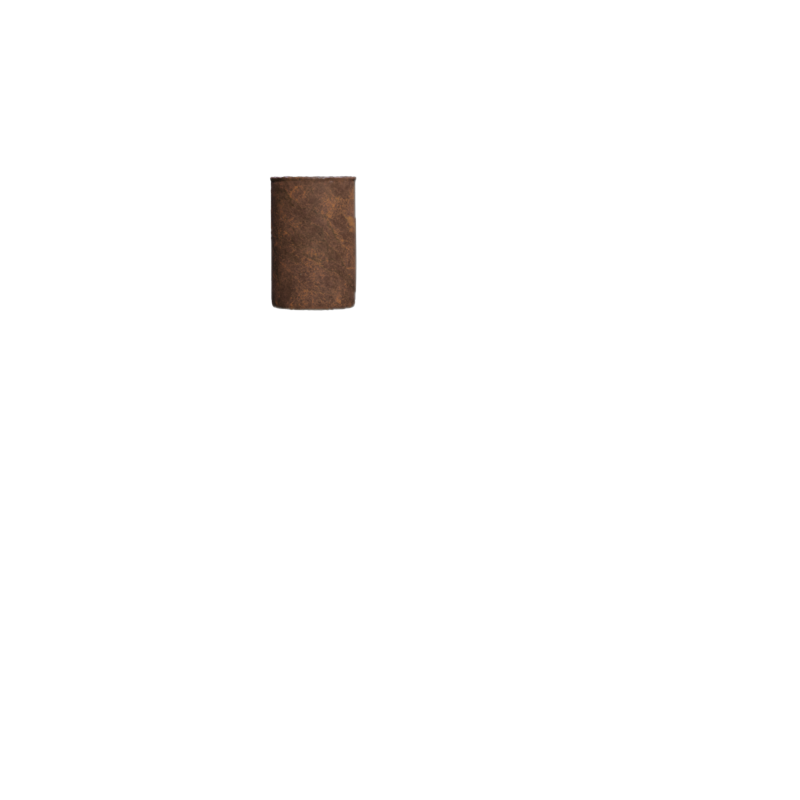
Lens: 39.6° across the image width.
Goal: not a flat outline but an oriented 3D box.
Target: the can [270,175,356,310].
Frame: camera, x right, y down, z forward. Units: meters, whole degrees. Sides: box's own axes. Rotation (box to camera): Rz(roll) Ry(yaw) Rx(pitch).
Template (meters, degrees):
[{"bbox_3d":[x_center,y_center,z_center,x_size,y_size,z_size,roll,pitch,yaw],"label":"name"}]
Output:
[{"bbox_3d":[-0.068,-0.124,0.869,0.068,0.101,0.069,0,5,-2],"label":"can"}]
